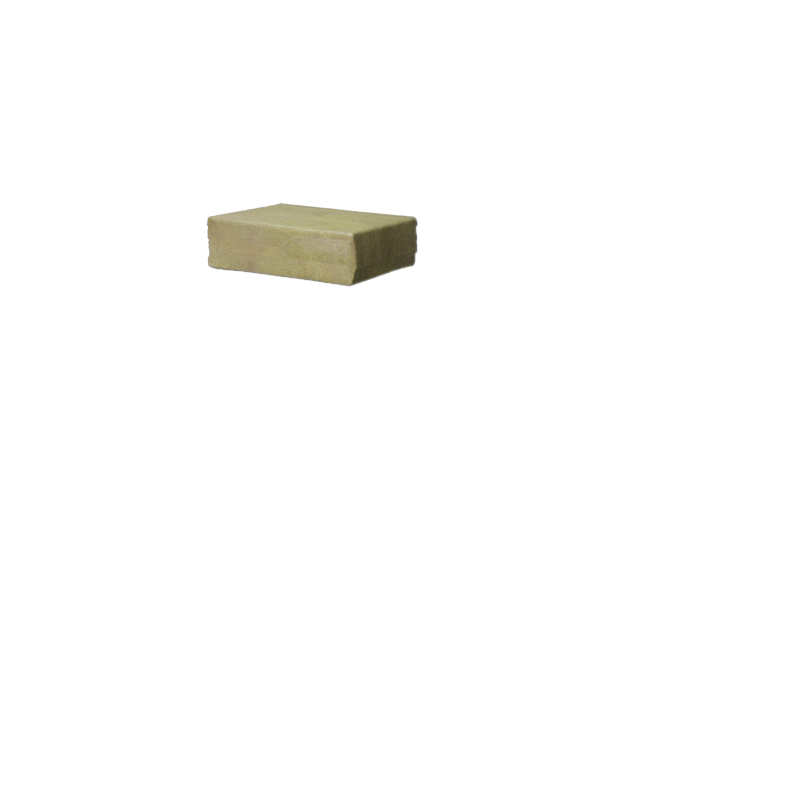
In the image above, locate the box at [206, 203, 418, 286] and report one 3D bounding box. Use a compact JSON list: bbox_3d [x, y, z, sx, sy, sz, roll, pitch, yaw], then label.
[{"bbox_3d":[-0.057,-0.105,0.735,0.118,0.038,0.089,8,16,28],"label":"box"}]
